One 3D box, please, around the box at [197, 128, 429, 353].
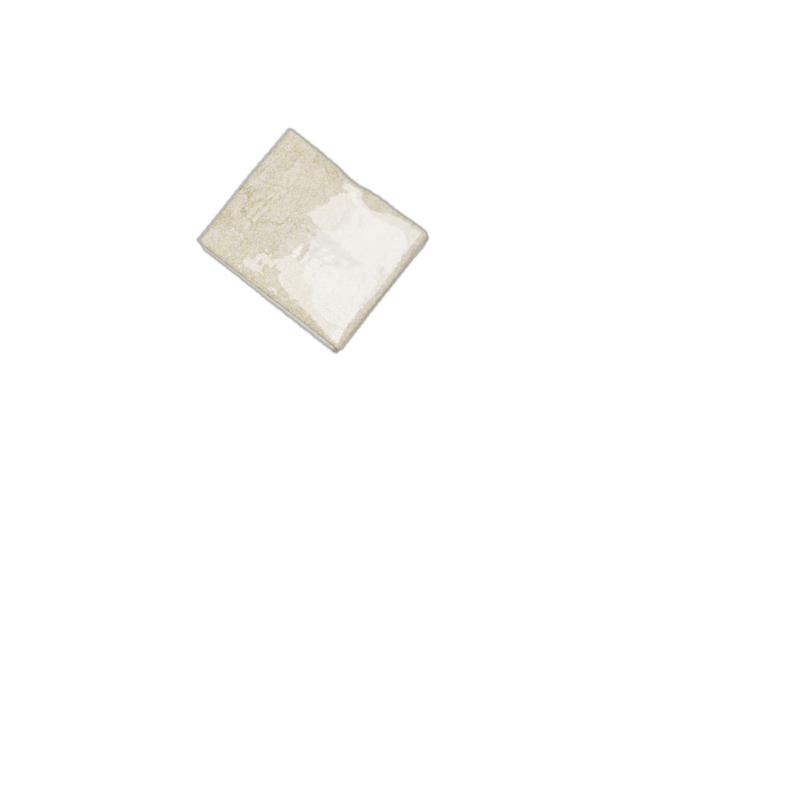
[{"bbox_3d":[-0.043,-0.079,0.551,0.090,0.074,0.030,38,-7,5],"label":"box"}]
